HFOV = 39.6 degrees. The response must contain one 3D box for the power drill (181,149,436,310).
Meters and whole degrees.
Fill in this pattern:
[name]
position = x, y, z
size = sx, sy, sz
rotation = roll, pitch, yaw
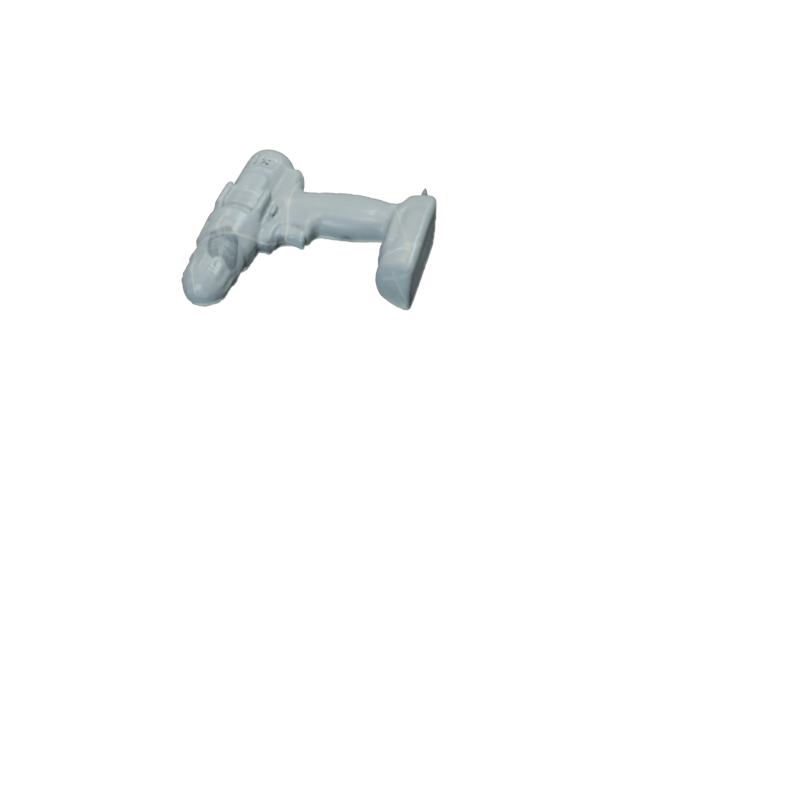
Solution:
[power drill]
position = -0.073, -0.133, 0.930
size = 0.192, 0.194, 0.053
rotation = 13, -41, 11
